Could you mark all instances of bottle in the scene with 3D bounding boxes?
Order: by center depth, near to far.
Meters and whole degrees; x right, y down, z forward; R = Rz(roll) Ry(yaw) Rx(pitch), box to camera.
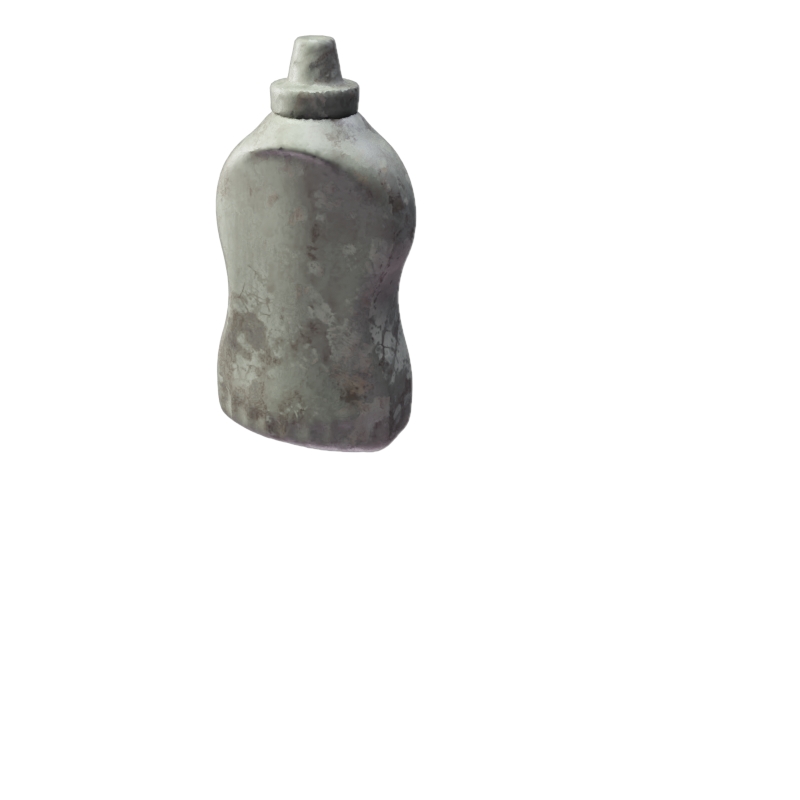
[{"bbox_3d":[-0.041,-0.075,0.525,0.100,0.183,0.059,11,22,25],"label":"bottle"}]
